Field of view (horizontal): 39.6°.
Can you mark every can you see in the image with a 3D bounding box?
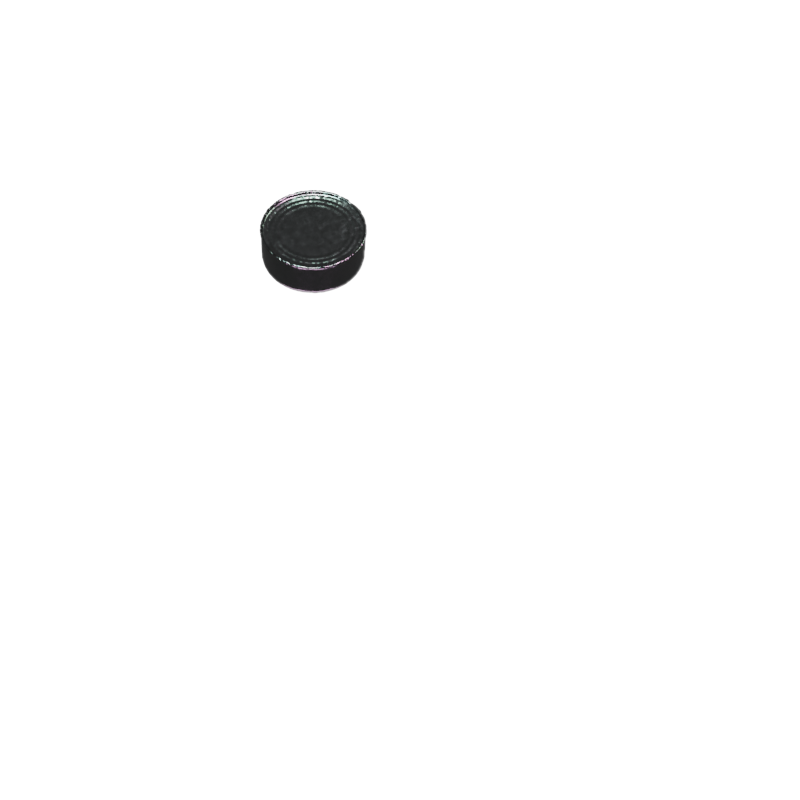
[{"bbox_3d":[-0.070,-0.128,0.900,0.086,0.092,0.031,-1,-39,-1],"label":"can"}]
